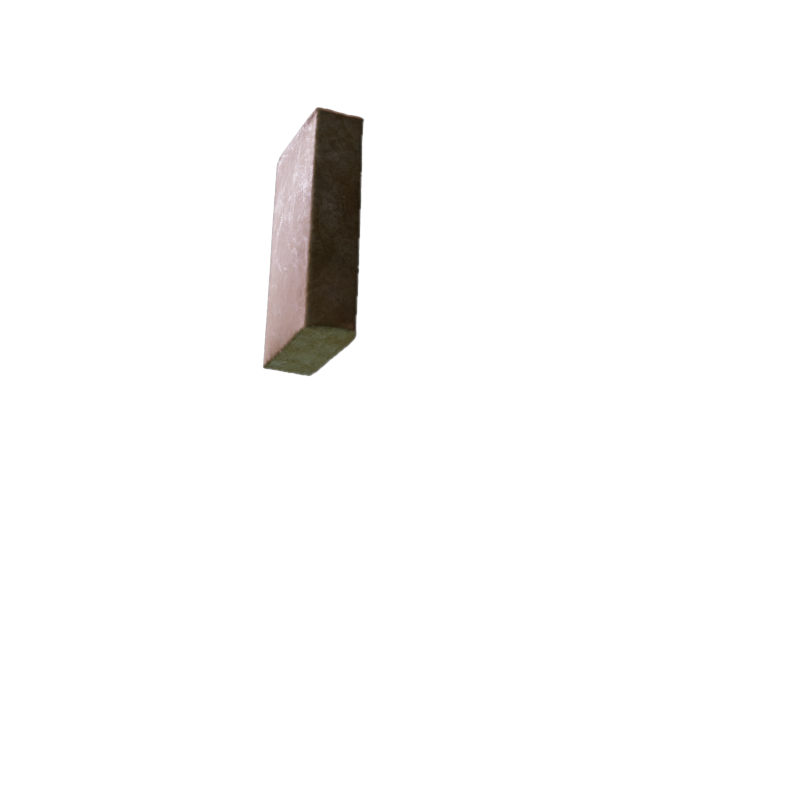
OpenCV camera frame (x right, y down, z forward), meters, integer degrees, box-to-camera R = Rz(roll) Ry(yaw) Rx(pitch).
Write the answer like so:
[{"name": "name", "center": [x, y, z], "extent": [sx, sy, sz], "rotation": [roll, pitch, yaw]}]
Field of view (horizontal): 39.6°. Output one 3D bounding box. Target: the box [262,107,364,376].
[{"name": "box", "center": [-0.064, -0.117, 0.817], "extent": [0.046, 0.186, 0.091], "rotation": [9, -26, -23]}]
